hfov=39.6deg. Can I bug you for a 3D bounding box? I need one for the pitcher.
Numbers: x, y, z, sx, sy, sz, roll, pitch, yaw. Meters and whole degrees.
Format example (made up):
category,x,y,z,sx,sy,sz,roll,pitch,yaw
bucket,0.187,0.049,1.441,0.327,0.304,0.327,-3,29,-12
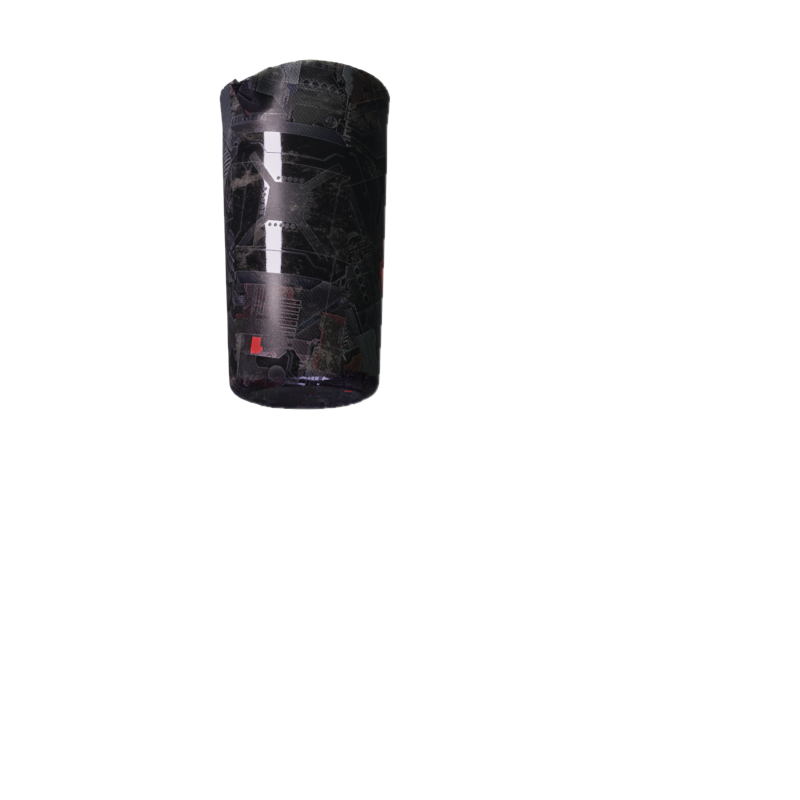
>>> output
category,x,y,z,sx,sy,sz,roll,pitch,yaw
pitcher,-0.066,-0.120,0.838,0.146,0.253,0.142,3,-17,-14
